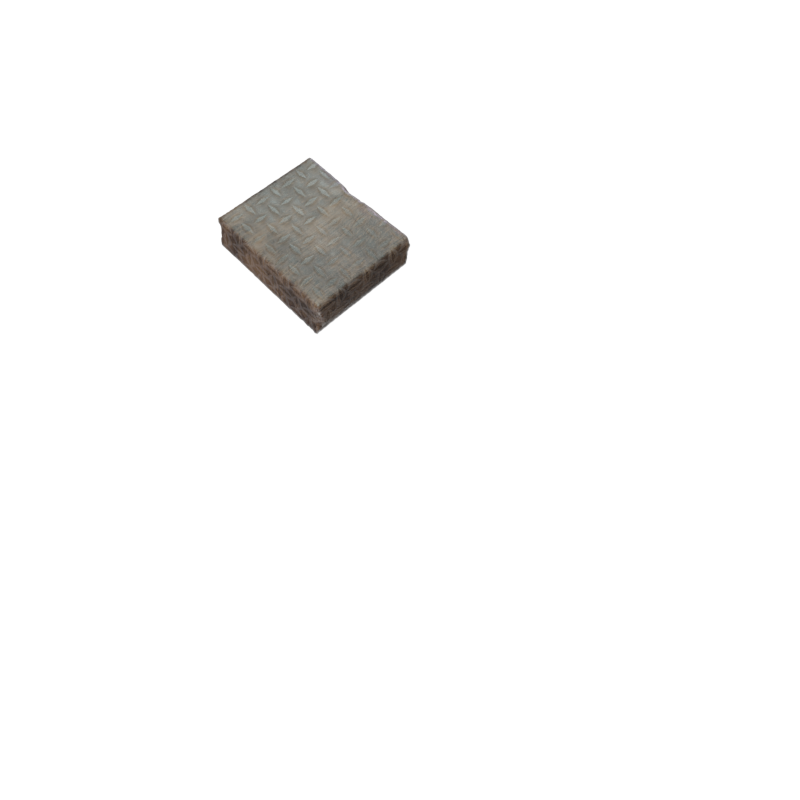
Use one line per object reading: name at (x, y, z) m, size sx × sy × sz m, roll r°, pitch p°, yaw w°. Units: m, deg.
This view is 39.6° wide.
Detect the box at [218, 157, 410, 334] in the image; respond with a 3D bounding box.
box at (-0.051, -0.093, 0.653) m, size 0.074 × 0.095 × 0.028 m, roll -37°, pitch -27°, yaw -23°
